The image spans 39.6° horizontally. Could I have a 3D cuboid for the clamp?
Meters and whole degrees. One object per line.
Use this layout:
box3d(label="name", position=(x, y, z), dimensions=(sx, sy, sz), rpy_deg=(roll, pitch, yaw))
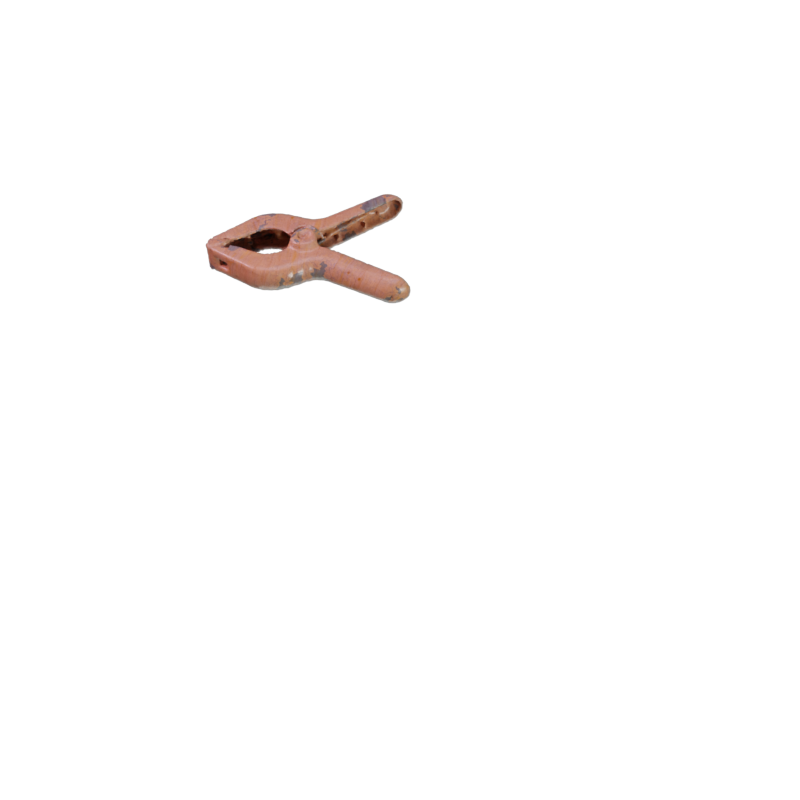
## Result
box3d(label="clamp", position=(-0.073, -0.132, 0.927), dimensions=(0.173, 0.037, 0.127), rpy_deg=(5, 41, 6))
